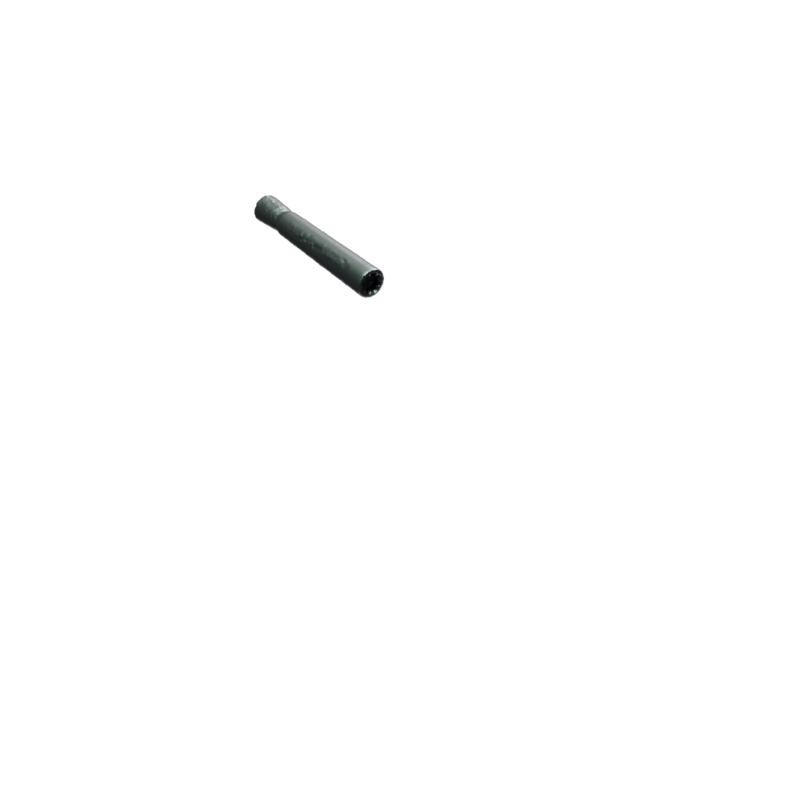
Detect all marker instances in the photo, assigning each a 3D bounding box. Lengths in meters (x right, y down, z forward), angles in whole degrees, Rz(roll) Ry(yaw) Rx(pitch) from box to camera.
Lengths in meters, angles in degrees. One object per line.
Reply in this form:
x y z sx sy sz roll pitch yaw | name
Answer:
-0.053 -0.097 0.682 0.019 0.019 0.130 -3 30 -39 | marker
